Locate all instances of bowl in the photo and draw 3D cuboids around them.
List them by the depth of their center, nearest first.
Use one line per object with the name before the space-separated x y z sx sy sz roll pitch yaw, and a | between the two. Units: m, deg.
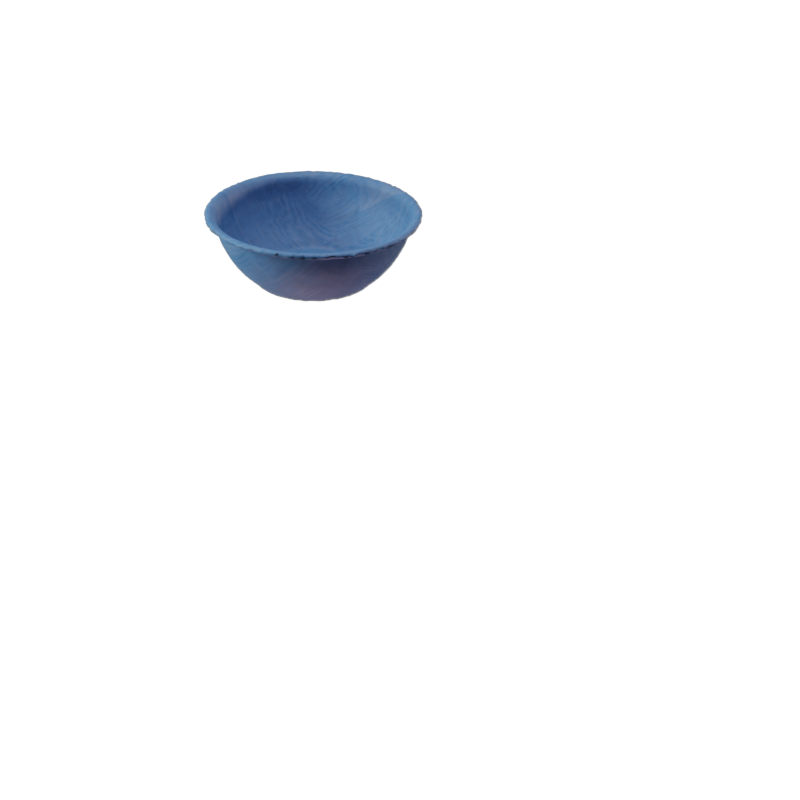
bowl | -0.065 -0.119 0.832 0.162 0.052 0.172 -1 31 -2
